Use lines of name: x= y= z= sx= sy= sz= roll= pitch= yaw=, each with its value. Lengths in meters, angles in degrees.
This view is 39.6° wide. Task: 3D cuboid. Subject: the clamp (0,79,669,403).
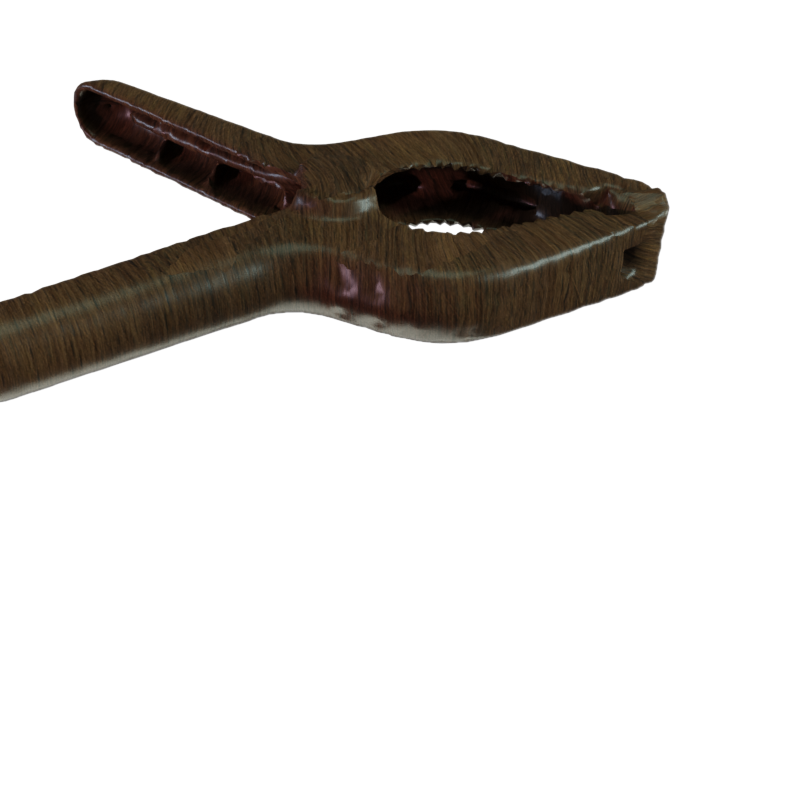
clamp: x=-0.027 y=-0.048 z=0.339 sx=0.213 sy=0.034 sz=0.174 roll=6 pitch=40 yaw=7
